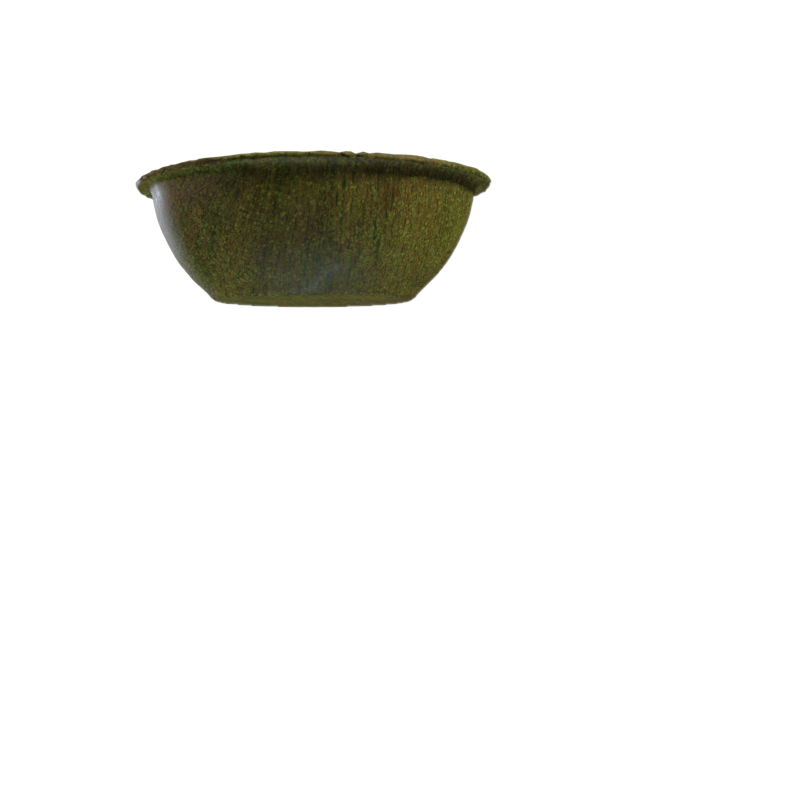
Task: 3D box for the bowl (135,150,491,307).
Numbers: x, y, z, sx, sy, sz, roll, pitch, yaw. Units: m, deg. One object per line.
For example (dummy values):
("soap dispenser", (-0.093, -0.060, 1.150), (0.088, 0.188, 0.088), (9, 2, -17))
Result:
("bowl", (-0.040, -0.072, 0.507), (0.162, 0.055, 0.161), (0, 0, -2))
